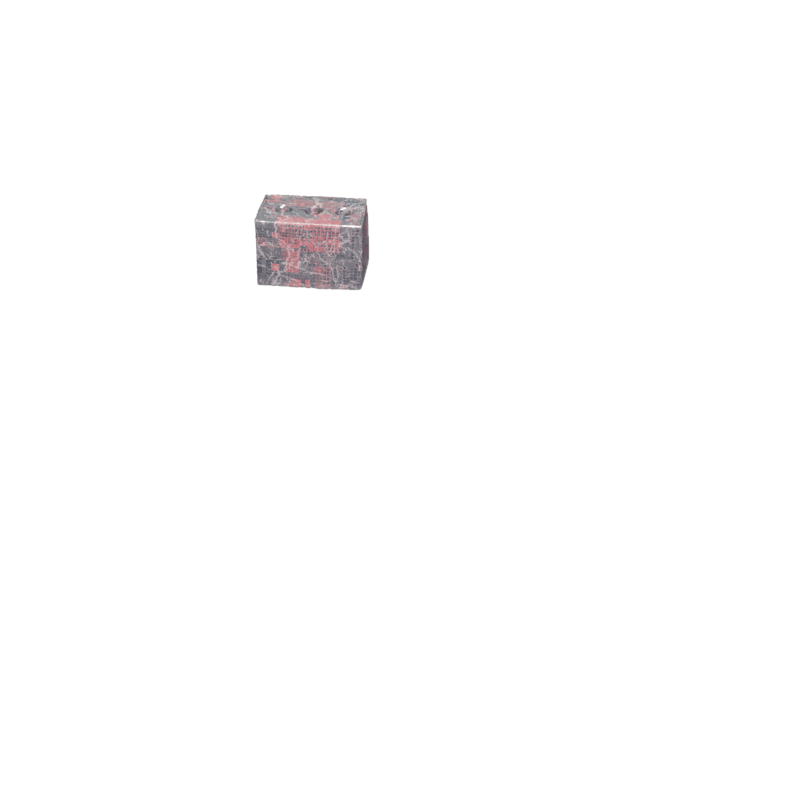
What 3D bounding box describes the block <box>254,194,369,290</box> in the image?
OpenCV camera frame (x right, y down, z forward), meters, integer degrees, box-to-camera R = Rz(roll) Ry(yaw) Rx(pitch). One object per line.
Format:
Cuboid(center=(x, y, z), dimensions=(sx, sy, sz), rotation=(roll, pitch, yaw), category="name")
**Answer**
Cuboid(center=(-0.063, -0.114, 0.800), dimensions=(0.078, 0.048, 0.055), rotation=(3, 28, 4), category="block")
